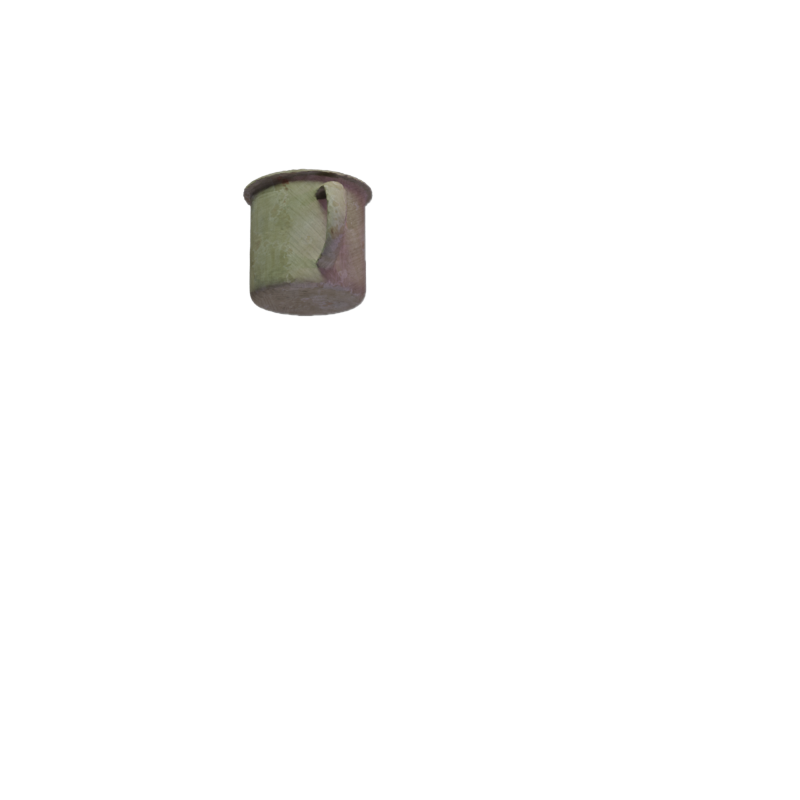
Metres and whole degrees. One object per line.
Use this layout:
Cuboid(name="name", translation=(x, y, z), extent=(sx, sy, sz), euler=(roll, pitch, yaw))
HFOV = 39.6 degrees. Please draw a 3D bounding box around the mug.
Cuboid(name="mug", translation=(-0.060, -0.110, 0.771), extent=(0.090, 0.085, 0.116), euler=(6, -16, -21))
